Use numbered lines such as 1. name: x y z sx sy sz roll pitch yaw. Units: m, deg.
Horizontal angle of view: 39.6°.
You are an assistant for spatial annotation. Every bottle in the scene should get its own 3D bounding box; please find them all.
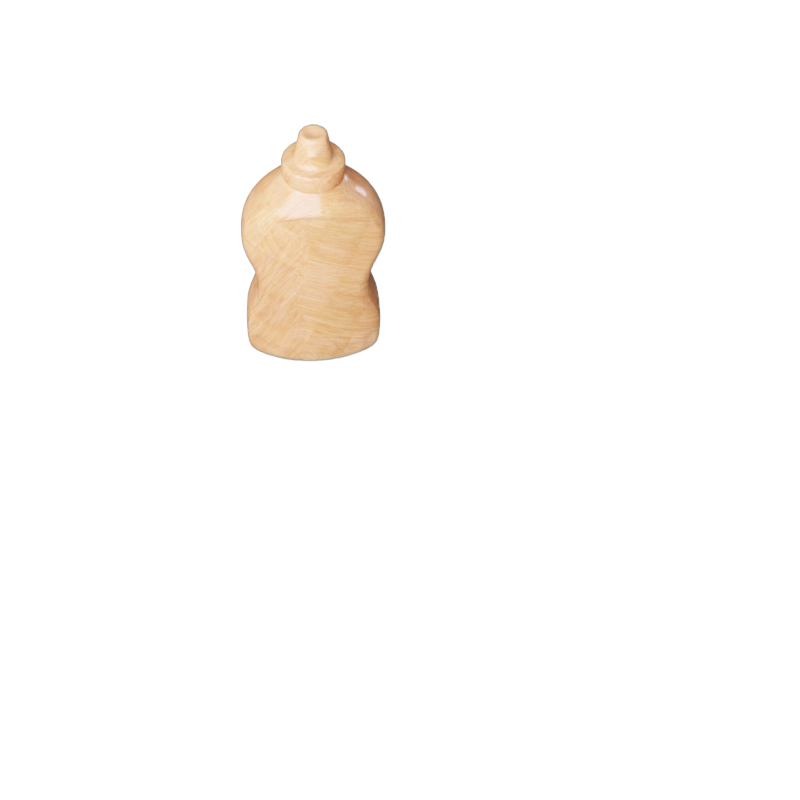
1. bottle: -0.059 -0.107 0.750 0.096 0.063 0.179 1 -41 -3
